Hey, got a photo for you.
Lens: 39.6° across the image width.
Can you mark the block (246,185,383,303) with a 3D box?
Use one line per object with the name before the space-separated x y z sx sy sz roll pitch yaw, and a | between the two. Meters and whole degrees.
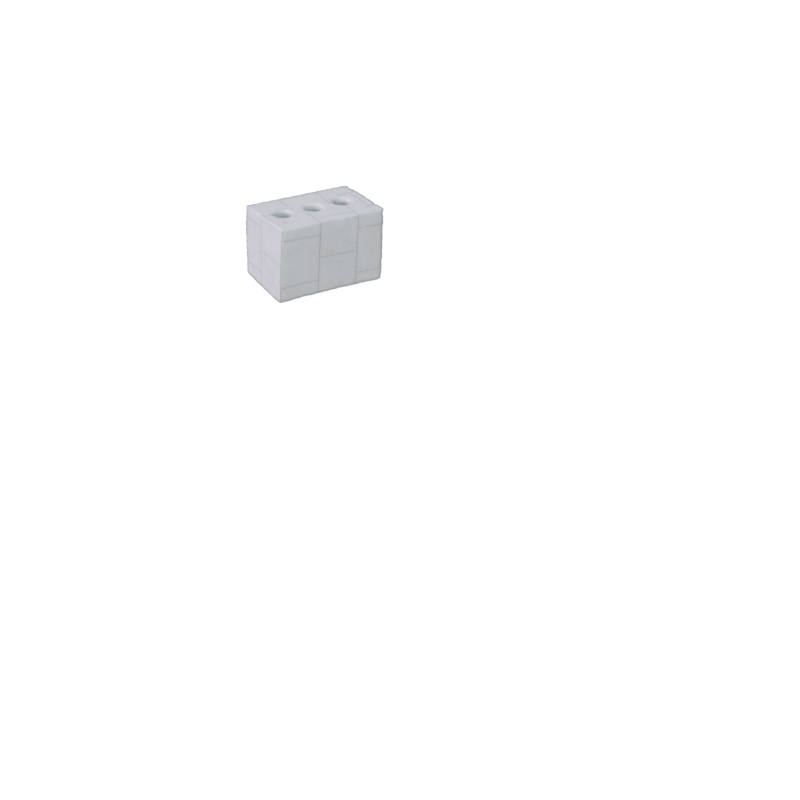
block | -0.058 -0.105 0.736 0.077 0.048 0.057 -16 33 -28
